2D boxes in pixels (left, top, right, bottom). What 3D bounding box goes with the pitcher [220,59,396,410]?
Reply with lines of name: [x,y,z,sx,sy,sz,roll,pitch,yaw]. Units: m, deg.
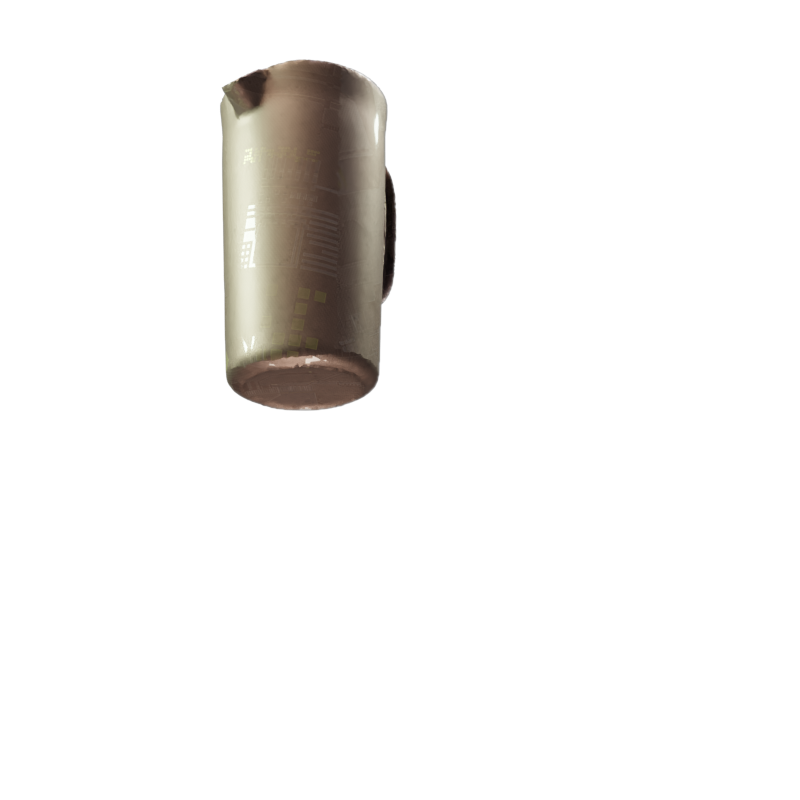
pitcher: [-0.065,-0.119,0.835,0.148,0.257,0.138,2,-25,-7]
